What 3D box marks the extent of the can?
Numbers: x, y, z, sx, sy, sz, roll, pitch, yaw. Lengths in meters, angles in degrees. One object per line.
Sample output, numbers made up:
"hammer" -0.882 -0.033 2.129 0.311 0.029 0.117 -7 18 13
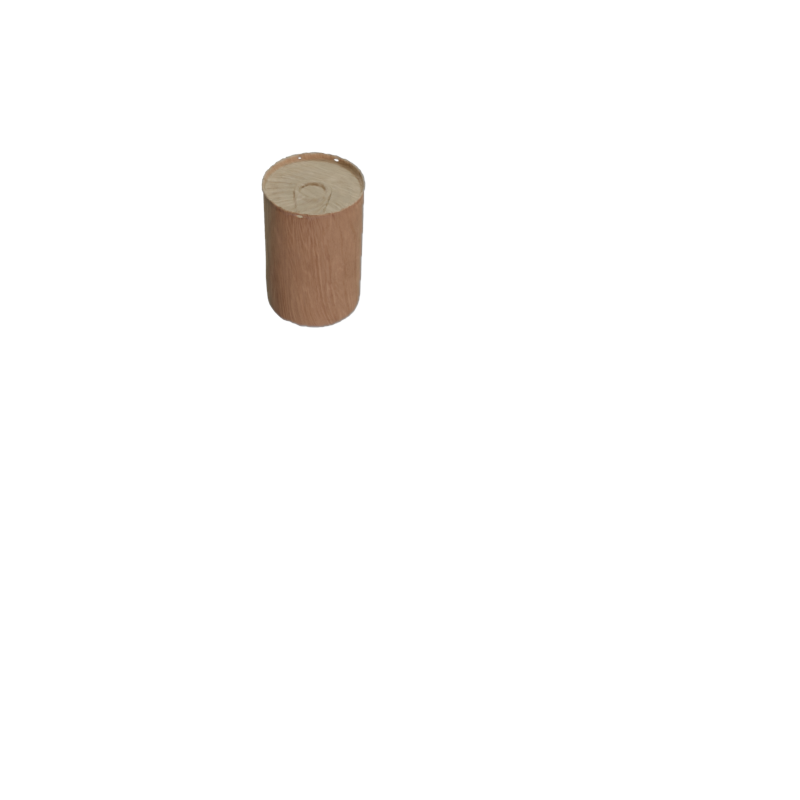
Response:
"can" -0.059 -0.108 0.756 0.068 0.095 0.074 0 44 -3
